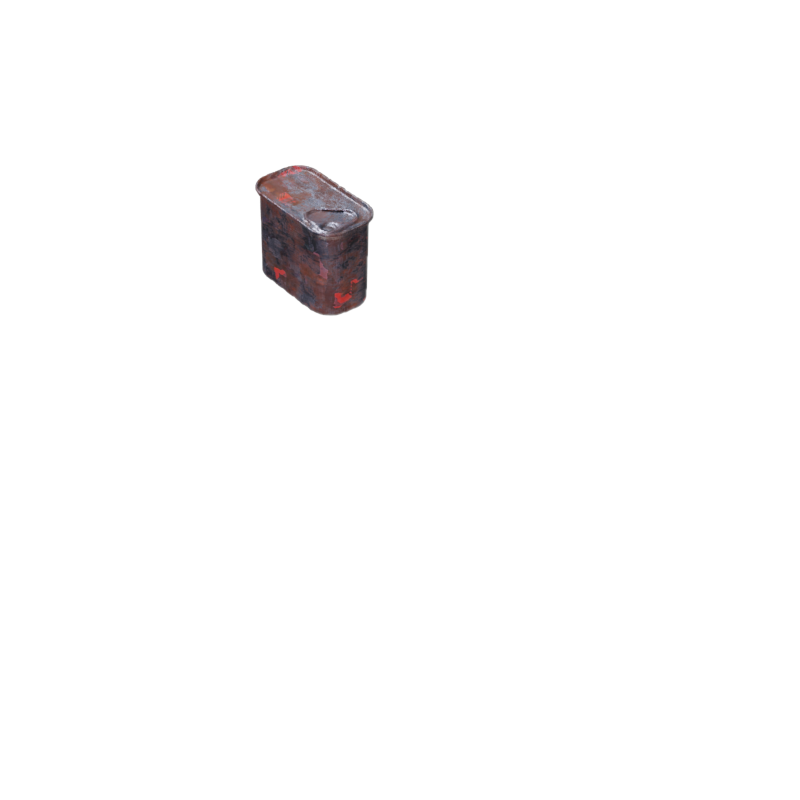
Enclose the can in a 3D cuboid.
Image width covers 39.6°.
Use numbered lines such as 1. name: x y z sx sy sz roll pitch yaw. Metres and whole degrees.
1. can: -0.069 -0.127 0.887 0.057 0.078 0.109 -26 46 -31
